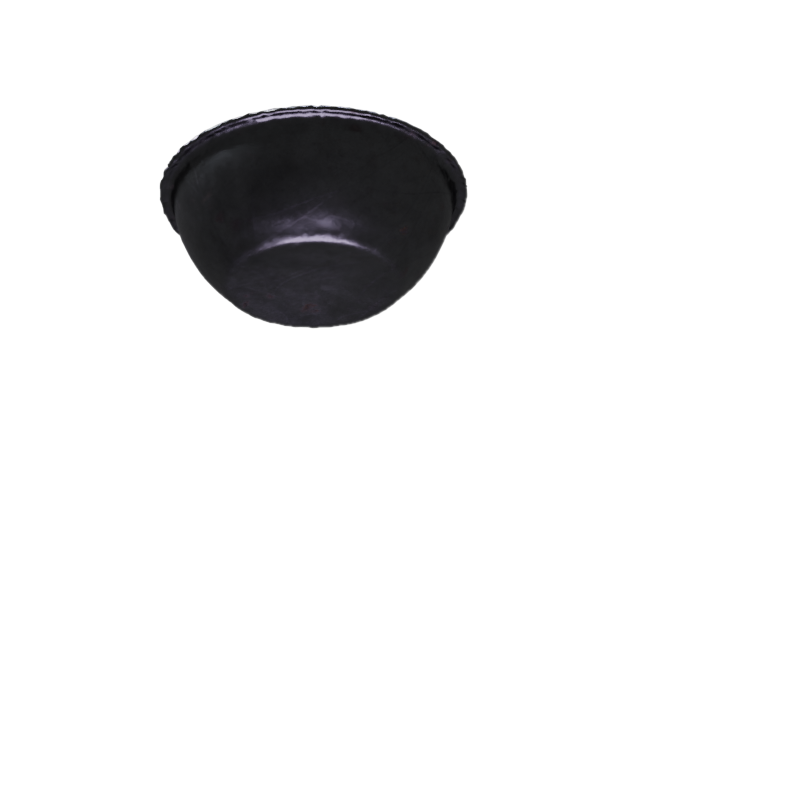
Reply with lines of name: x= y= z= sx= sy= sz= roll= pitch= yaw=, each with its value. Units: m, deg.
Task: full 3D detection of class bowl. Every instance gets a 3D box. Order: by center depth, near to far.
bowl: x=-0.045 y=-0.082 z=0.572 sx=0.162 sy=0.058 sz=0.153 roll=1 pitch=-26 yaw=-2
